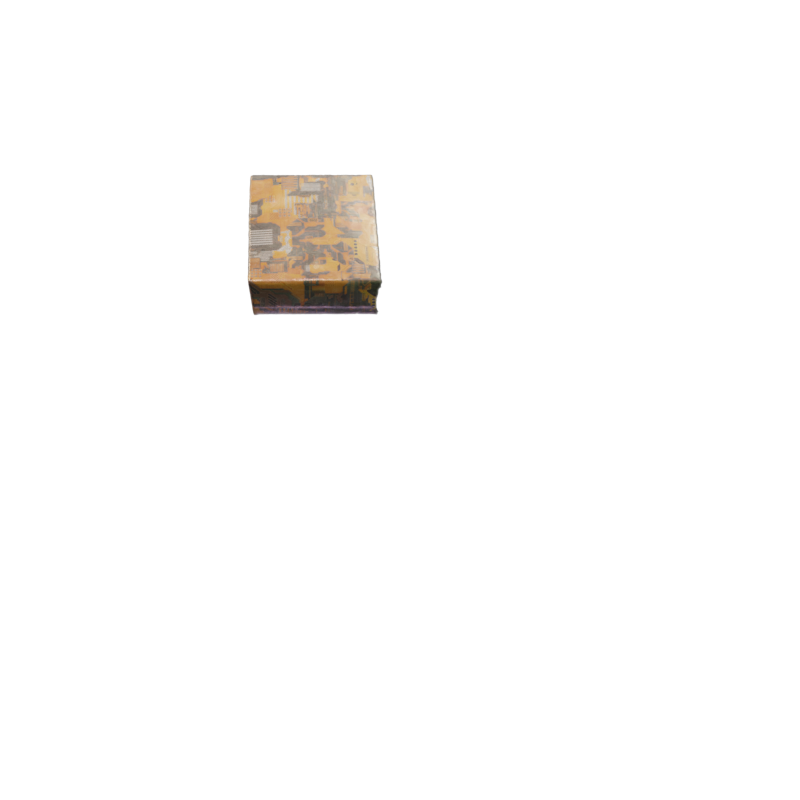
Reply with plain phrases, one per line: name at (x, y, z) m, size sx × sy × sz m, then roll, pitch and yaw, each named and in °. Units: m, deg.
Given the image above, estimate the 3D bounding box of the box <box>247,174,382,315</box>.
box at (-0.061, -0.111, 0.781) m, size 0.090 × 0.122 × 0.036 m, roll -2°, pitch -40°, yaw -2°
